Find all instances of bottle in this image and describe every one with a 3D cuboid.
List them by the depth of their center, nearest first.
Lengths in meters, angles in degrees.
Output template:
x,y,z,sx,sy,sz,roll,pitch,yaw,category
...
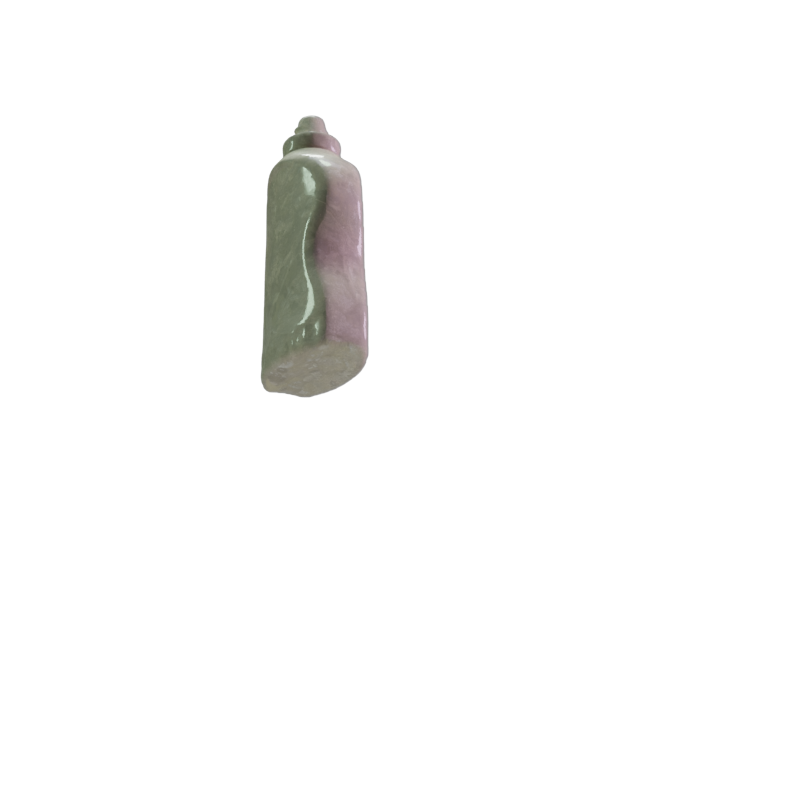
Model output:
x,y,z,sx,sy,sz,roll,pitch,yaw,category
-0.059,-0.106,0.742,0.056,0.203,0.094,10,-28,-24,bottle
